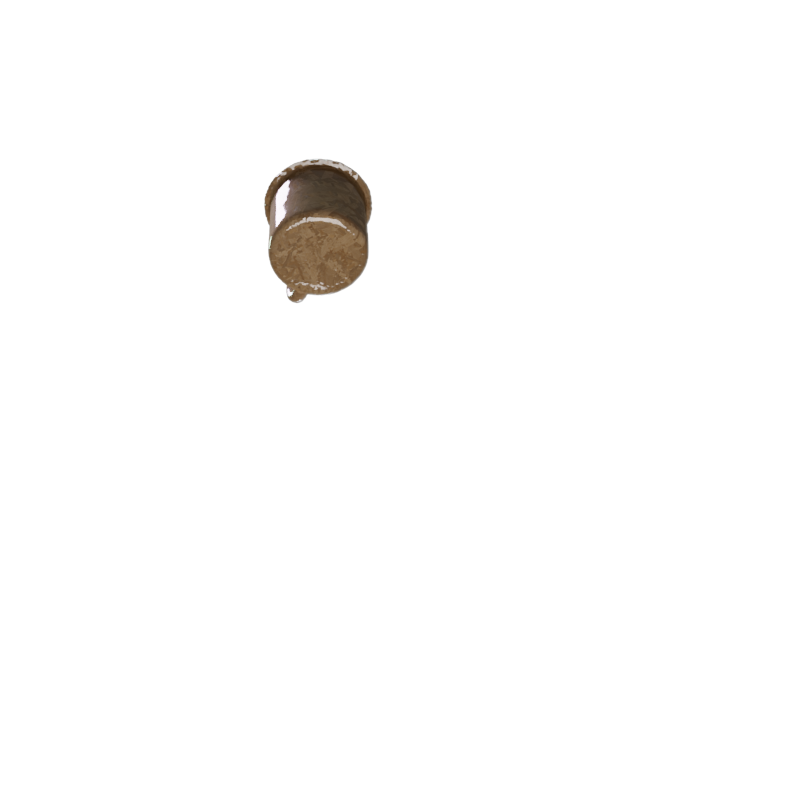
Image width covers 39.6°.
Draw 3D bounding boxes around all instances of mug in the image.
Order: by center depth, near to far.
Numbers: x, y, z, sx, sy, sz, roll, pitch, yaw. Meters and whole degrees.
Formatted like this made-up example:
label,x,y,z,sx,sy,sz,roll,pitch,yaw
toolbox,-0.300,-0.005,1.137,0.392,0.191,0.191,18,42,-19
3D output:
label,x,y,z,sx,sy,sz,roll,pitch,yaw
mug,-0.073,-0.132,0.928,0.091,0.112,0.087,18,34,-15
